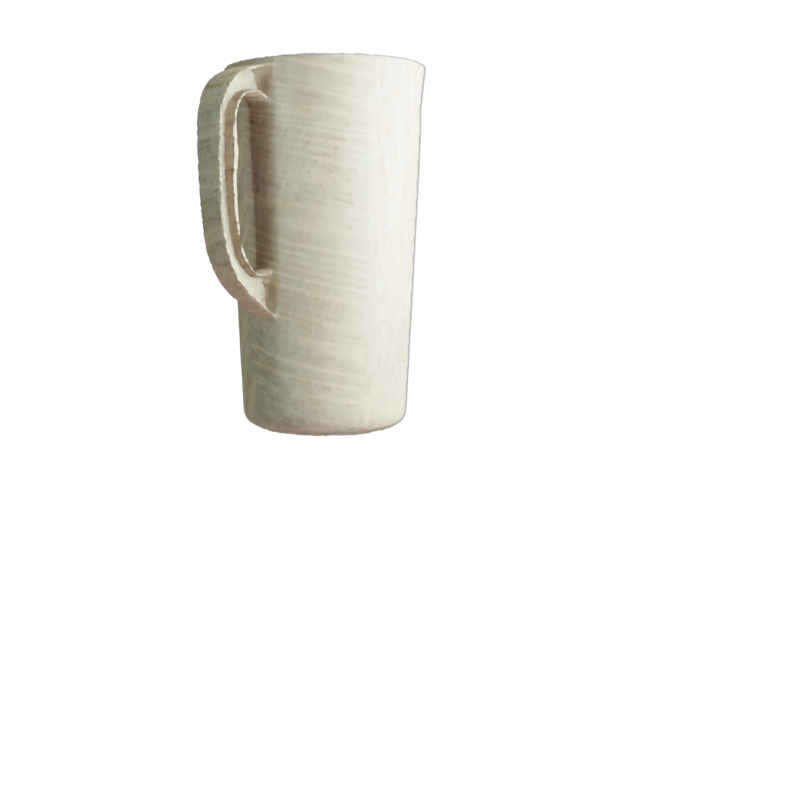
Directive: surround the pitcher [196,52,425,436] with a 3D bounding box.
[{"bbox_3d":[-0.057,-0.104,0.726,0.148,0.243,0.146,0,2,-7],"label":"pitcher"}]
